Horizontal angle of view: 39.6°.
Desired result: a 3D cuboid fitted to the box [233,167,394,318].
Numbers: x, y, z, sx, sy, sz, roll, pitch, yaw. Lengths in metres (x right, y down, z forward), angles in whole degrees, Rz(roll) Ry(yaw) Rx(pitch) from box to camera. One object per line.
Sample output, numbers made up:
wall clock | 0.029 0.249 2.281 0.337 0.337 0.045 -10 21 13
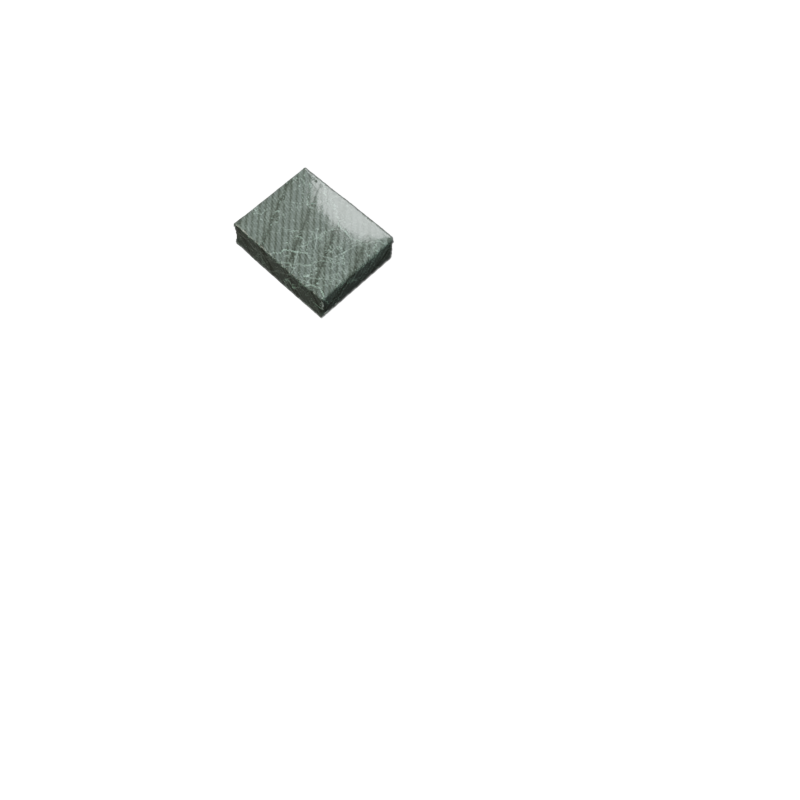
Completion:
box | -0.076 -0.139 0.976 0.120 0.091 0.036 39 -25 22
